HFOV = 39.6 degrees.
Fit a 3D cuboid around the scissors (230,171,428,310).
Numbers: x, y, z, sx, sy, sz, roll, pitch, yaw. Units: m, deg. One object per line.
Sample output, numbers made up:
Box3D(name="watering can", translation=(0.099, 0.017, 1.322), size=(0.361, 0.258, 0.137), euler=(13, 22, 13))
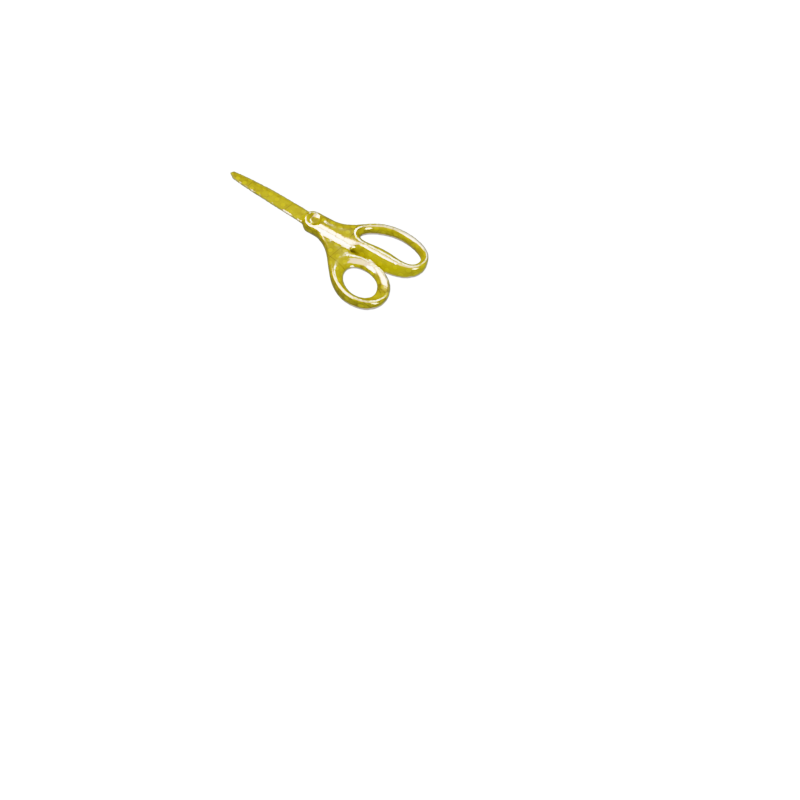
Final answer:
Box3D(name="scissors", translation=(-0.076, -0.139, 0.977), size=(0.207, 0.100, 0.015), euler=(19, -33, 12))
